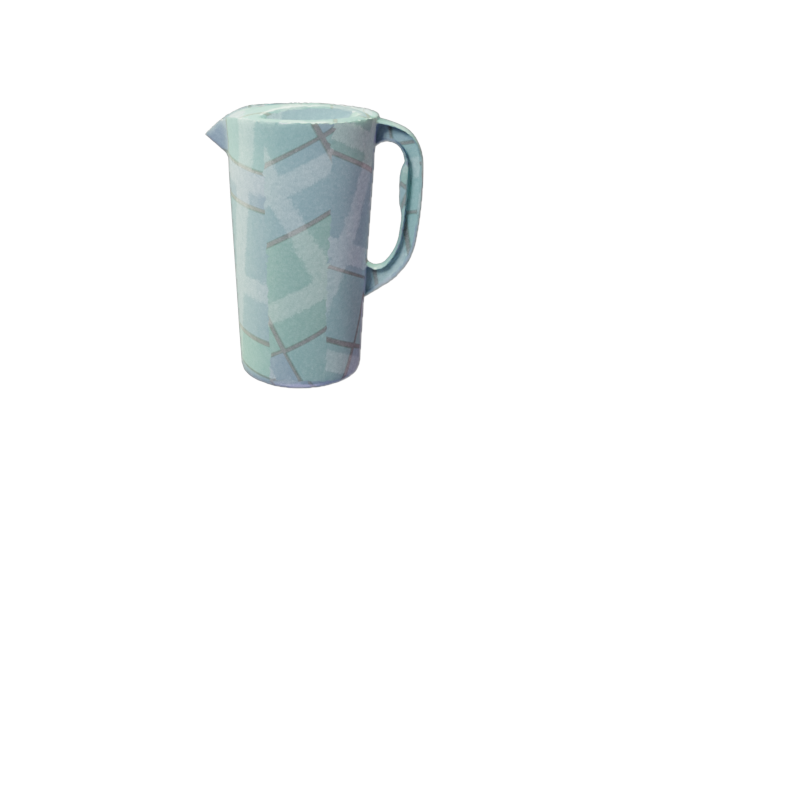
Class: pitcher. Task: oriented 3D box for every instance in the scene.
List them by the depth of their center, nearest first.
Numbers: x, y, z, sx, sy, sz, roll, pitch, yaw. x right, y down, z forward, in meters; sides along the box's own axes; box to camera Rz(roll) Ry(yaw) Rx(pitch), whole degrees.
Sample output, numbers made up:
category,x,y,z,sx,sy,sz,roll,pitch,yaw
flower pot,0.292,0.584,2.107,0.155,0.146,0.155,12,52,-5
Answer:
category,x,y,z,sx,sy,sz,roll,pitch,yaw
pitcher,-0.077,-0.140,0.977,0.142,0.234,0.158,-15,23,-42
